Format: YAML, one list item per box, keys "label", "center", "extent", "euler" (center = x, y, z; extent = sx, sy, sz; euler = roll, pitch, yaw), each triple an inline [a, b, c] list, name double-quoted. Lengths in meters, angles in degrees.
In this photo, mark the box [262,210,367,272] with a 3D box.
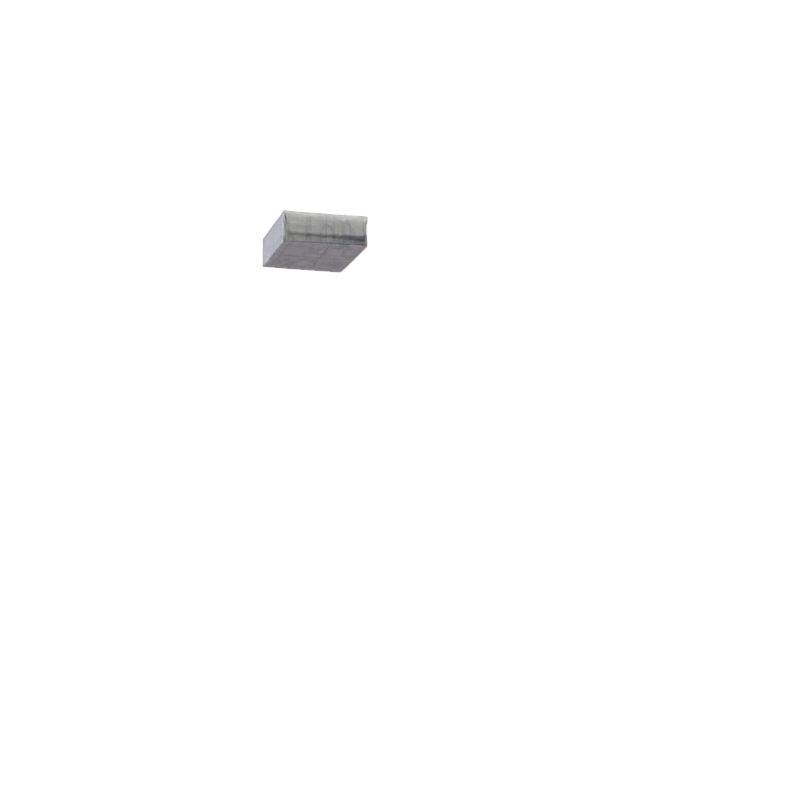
- label: "box"
  center: [-0.074, -0.135, 0.947]
  extent: [0.072, 0.031, 0.088]
  euler: [3, -10, -16]
